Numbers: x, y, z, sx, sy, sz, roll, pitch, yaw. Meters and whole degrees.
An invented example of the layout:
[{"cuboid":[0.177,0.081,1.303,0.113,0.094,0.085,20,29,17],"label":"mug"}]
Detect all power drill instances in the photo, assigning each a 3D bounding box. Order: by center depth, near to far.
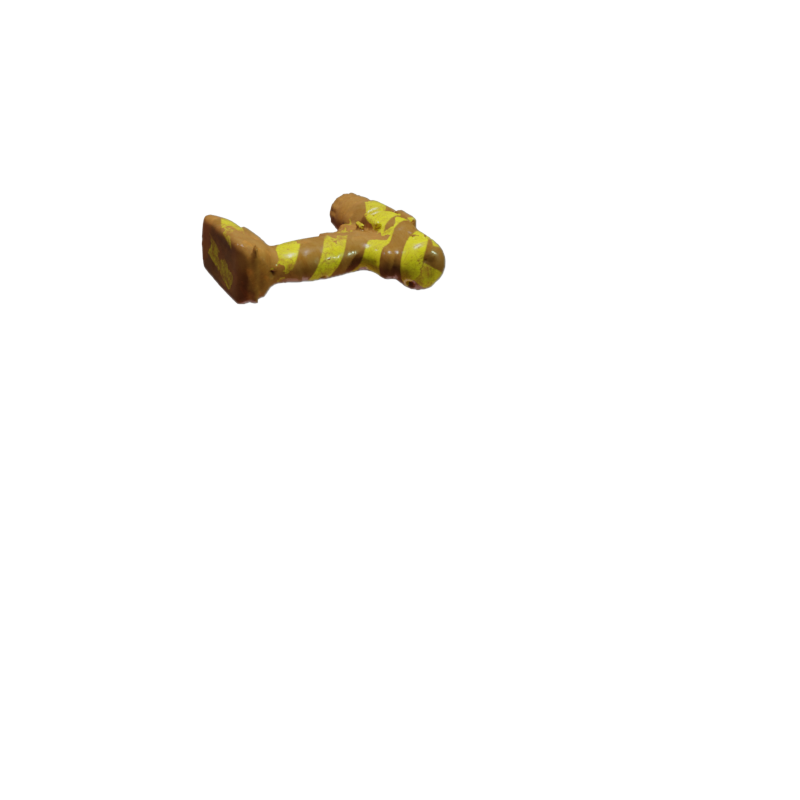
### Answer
[{"cuboid":[-0.077,-0.141,0.987,0.184,0.055,0.197,-11,26,-22],"label":"power drill"}]
